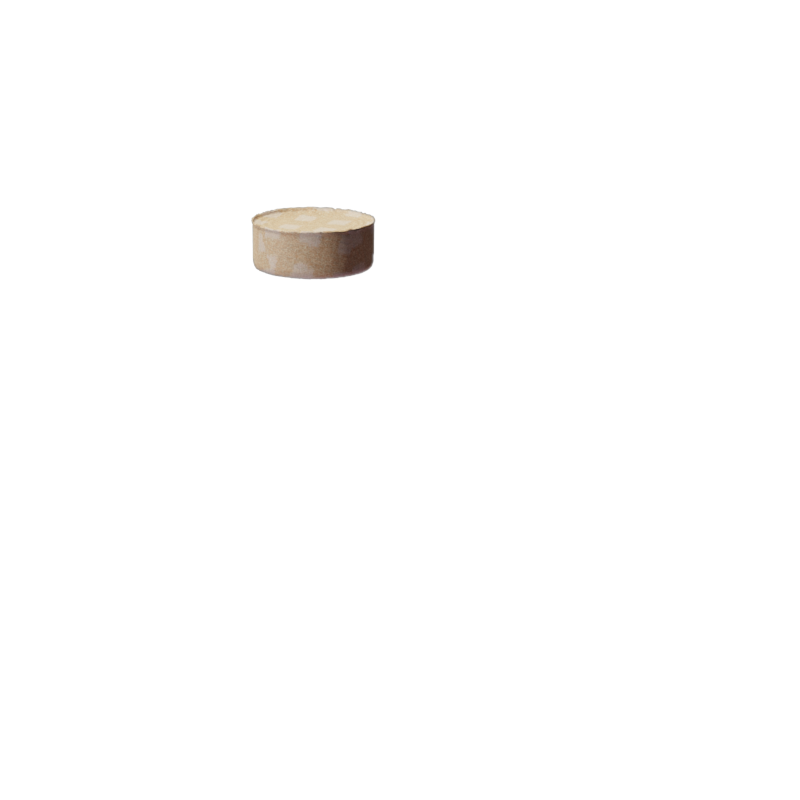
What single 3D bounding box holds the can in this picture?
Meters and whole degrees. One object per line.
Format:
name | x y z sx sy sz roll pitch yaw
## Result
can | -0.060 -0.110 0.769 0.086 0.032 0.089 -1 19 -2
